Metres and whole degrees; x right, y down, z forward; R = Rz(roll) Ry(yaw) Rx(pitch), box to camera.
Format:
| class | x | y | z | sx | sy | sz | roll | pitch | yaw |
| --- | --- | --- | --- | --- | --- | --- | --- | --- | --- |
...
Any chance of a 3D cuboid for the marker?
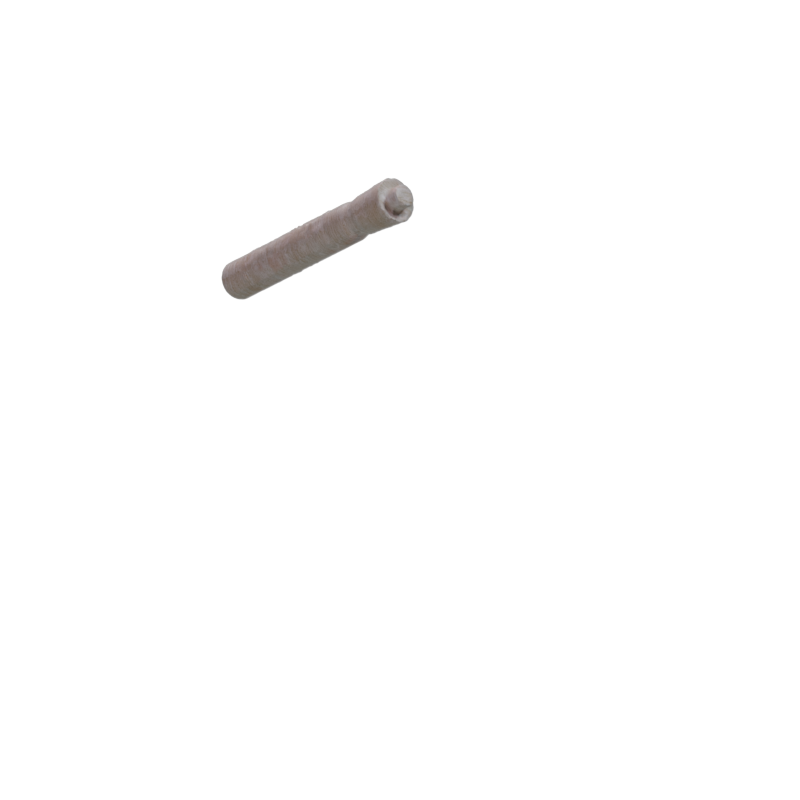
| class | x | y | z | sx | sy | sz | roll | pitch | yaw |
| --- | --- | --- | --- | --- | --- | --- | --- | --- | --- |
| marker | -0.037 | -0.068 | 0.478 | 0.019 | 0.020 | 0.122 | -3 | -10 | -41 |
